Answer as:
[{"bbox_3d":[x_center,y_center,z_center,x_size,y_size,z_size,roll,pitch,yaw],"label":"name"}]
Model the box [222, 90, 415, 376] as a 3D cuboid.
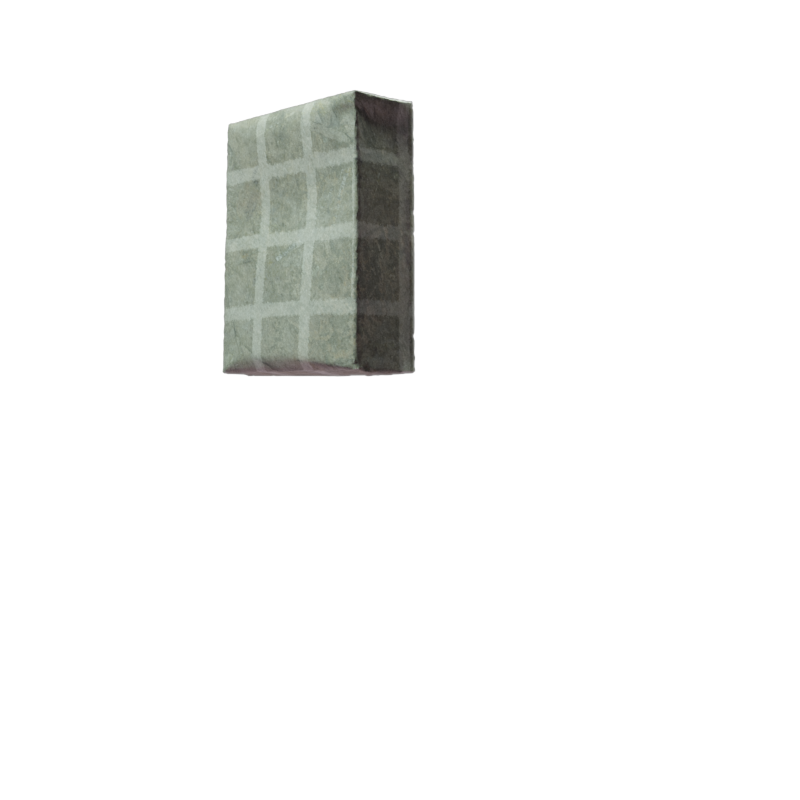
[{"bbox_3d":[-0.070,-0.127,0.888,0.069,0.217,0.169,5,-6,-44],"label":"box"}]
